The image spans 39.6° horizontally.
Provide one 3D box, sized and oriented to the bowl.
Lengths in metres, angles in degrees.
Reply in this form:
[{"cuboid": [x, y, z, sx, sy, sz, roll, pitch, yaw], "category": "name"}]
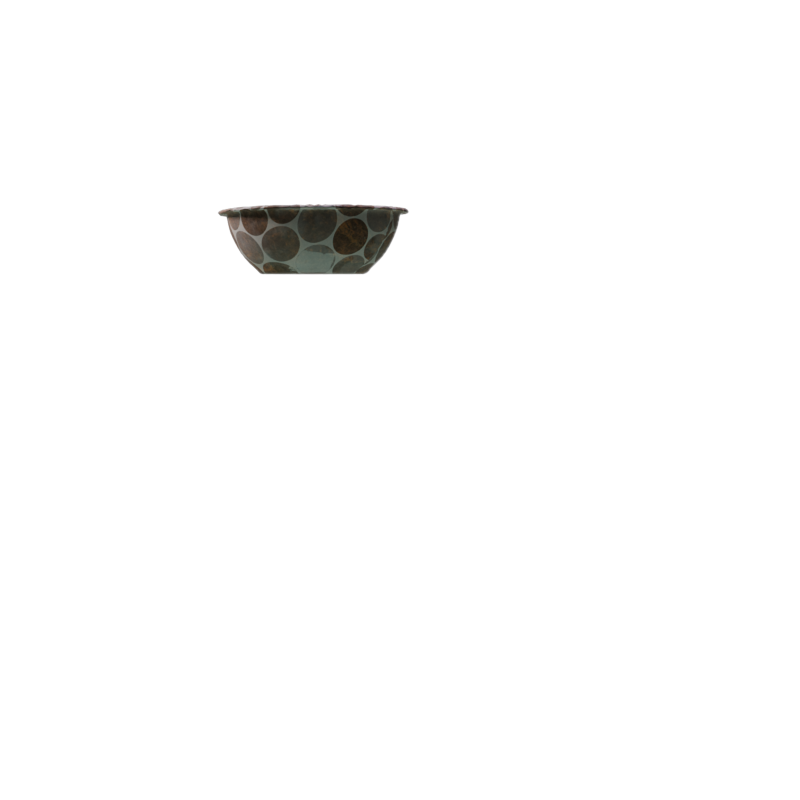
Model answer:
[{"cuboid": [-0.074, -0.134, 0.942, 0.162, 0.055, 0.163, 0, 5, -2], "category": "bowl"}]
